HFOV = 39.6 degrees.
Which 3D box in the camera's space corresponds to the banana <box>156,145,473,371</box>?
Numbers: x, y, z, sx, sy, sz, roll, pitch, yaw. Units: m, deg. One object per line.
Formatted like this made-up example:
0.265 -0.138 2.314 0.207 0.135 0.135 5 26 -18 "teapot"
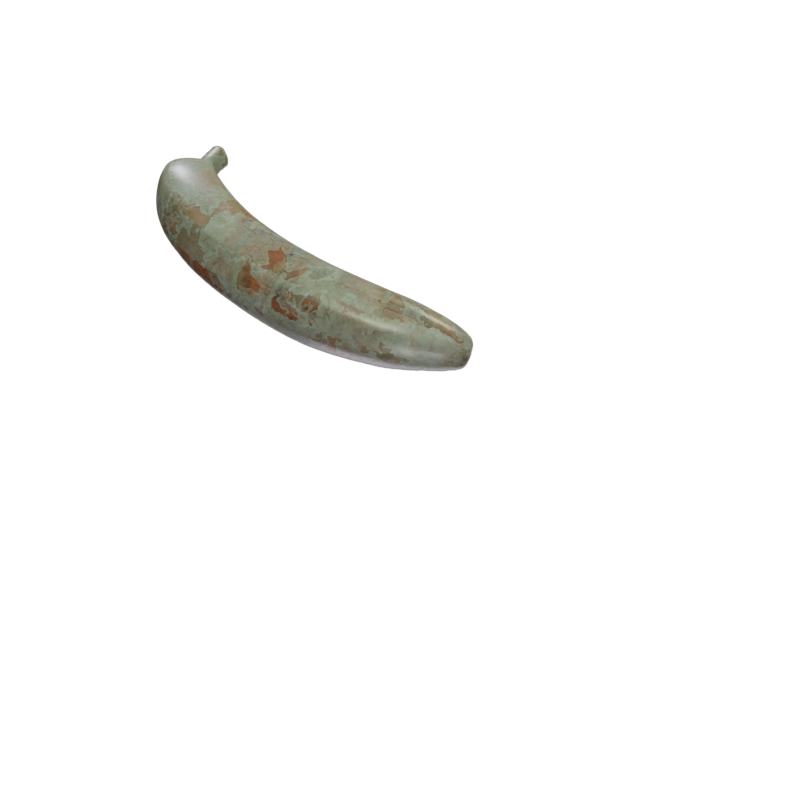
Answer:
-0.056 -0.066 0.499 0.069 0.034 0.213 -28 50 -27 "banana"
